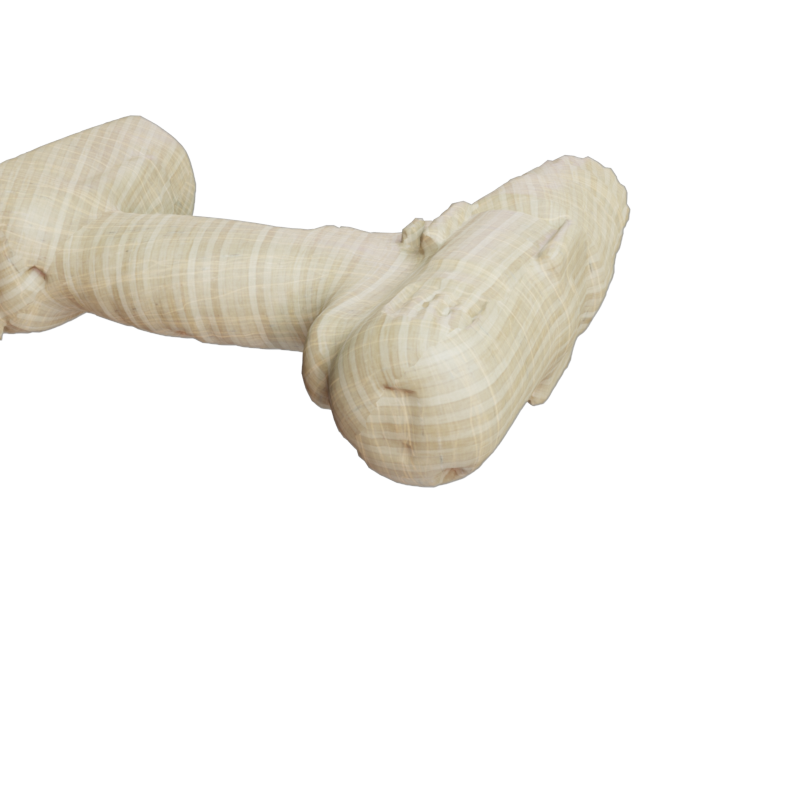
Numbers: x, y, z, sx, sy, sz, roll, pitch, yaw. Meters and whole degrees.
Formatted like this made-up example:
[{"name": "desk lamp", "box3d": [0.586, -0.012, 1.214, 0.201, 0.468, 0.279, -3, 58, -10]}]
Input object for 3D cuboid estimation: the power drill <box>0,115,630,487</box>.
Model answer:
[{"name": "power drill", "box3d": [-0.028, -0.052, 0.363, 0.195, 0.054, 0.187, 11, 28, 22]}]
